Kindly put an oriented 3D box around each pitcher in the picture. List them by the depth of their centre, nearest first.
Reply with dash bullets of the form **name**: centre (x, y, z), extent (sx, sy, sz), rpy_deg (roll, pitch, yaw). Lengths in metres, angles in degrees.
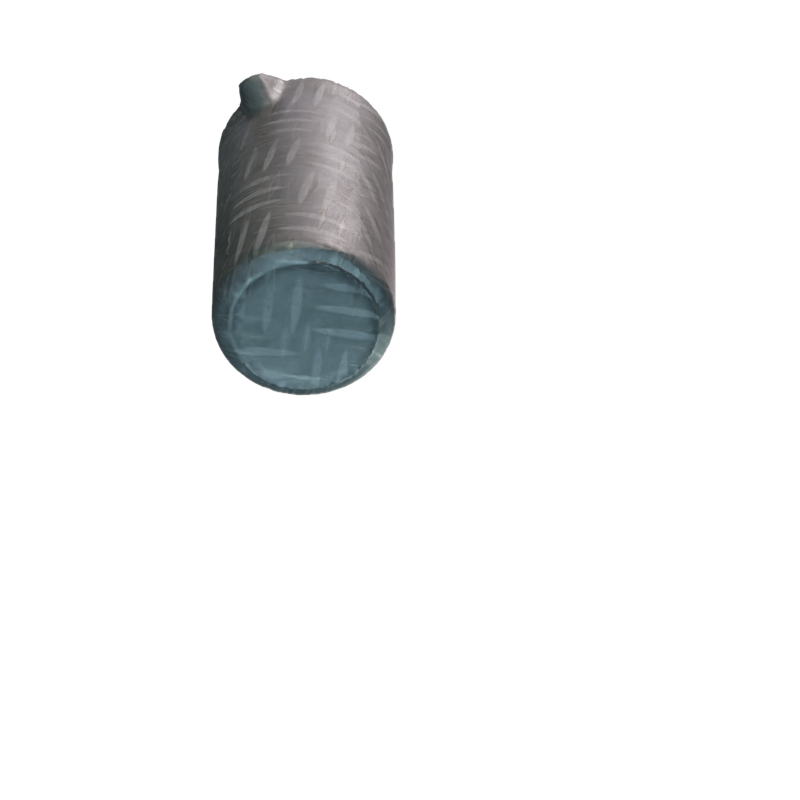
- **pitcher**: centre (-0.059, -0.107, 0.748), extent (0.146, 0.139, 0.259), rpy_deg (14, 32, -12)
